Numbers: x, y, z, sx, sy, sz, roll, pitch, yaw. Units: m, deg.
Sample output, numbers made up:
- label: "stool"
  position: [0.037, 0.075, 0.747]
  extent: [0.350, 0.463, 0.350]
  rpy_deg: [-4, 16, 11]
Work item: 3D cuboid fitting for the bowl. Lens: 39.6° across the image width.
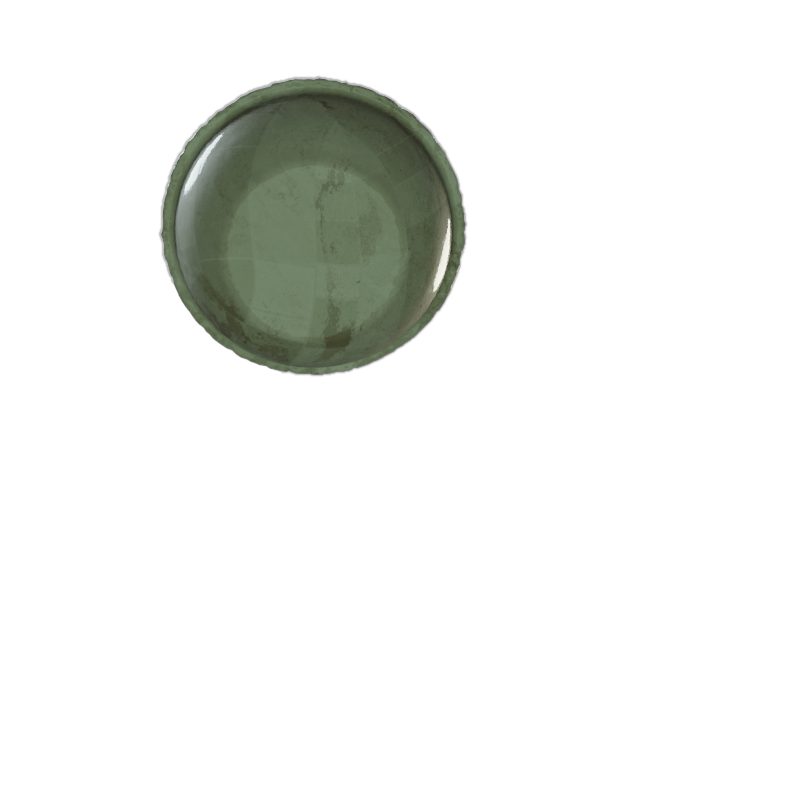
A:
- label: "bowl"
  position: [-0.044, -0.081, 0.565]
  extent: [0.162, 0.157, 0.057]
  rpy_deg: [0, 15, -1]
